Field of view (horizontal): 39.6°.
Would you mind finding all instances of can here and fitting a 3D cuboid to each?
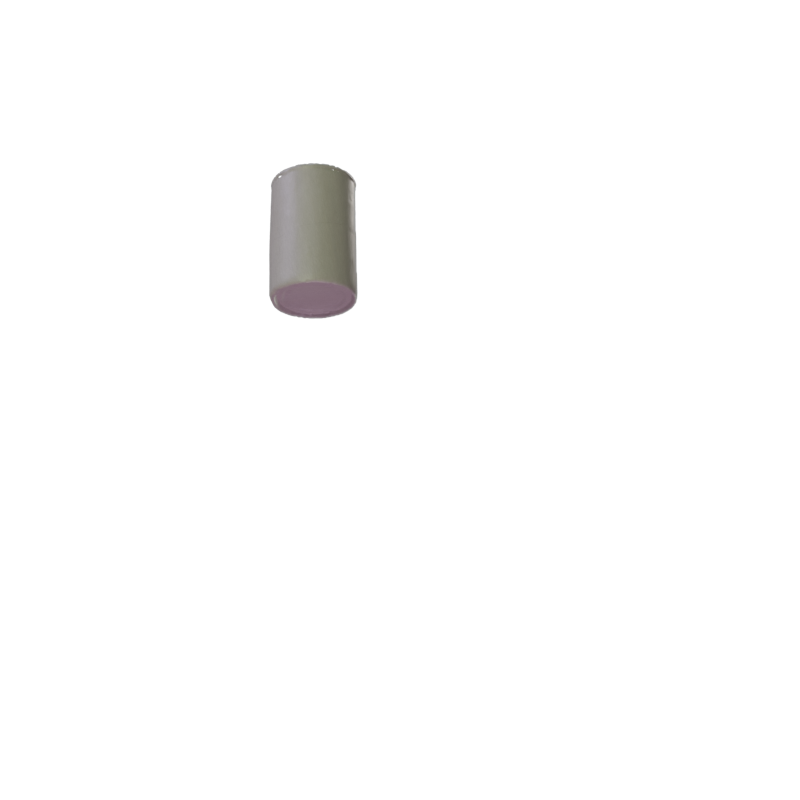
[{"bbox_3d":[-0.067,-0.123,0.858,0.068,0.108,0.065,0,-26,-2],"label":"can"}]
